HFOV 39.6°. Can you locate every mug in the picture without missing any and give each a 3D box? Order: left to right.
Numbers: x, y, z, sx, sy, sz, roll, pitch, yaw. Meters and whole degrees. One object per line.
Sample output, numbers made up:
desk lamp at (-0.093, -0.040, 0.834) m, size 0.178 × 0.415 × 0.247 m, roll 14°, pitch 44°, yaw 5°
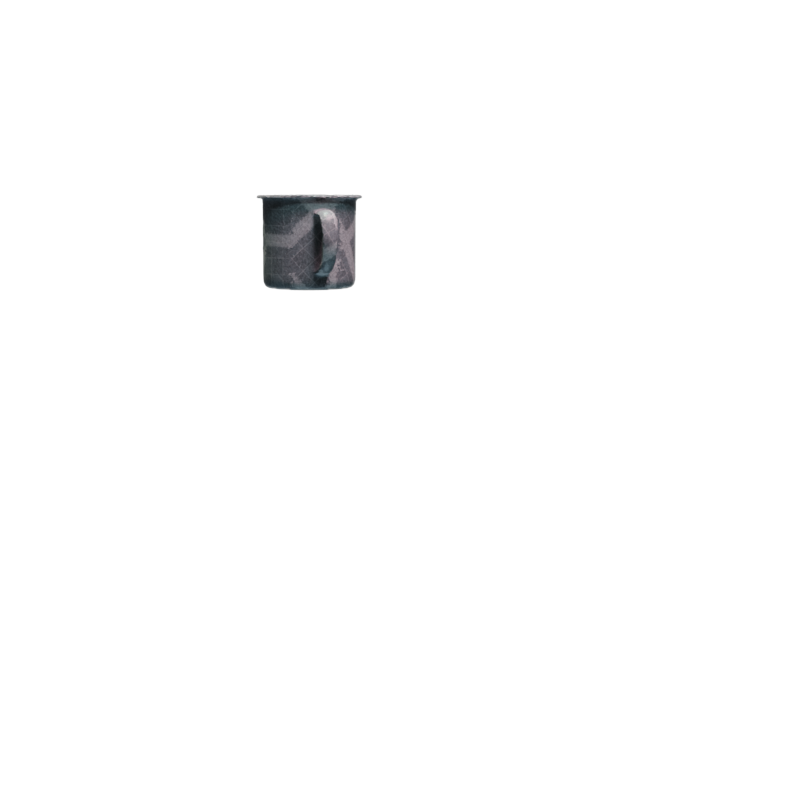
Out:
mug at (-0.076, -0.138, 0.966) m, size 0.091 × 0.081 × 0.121 m, roll -2°, pitch 8°, yaw -20°
